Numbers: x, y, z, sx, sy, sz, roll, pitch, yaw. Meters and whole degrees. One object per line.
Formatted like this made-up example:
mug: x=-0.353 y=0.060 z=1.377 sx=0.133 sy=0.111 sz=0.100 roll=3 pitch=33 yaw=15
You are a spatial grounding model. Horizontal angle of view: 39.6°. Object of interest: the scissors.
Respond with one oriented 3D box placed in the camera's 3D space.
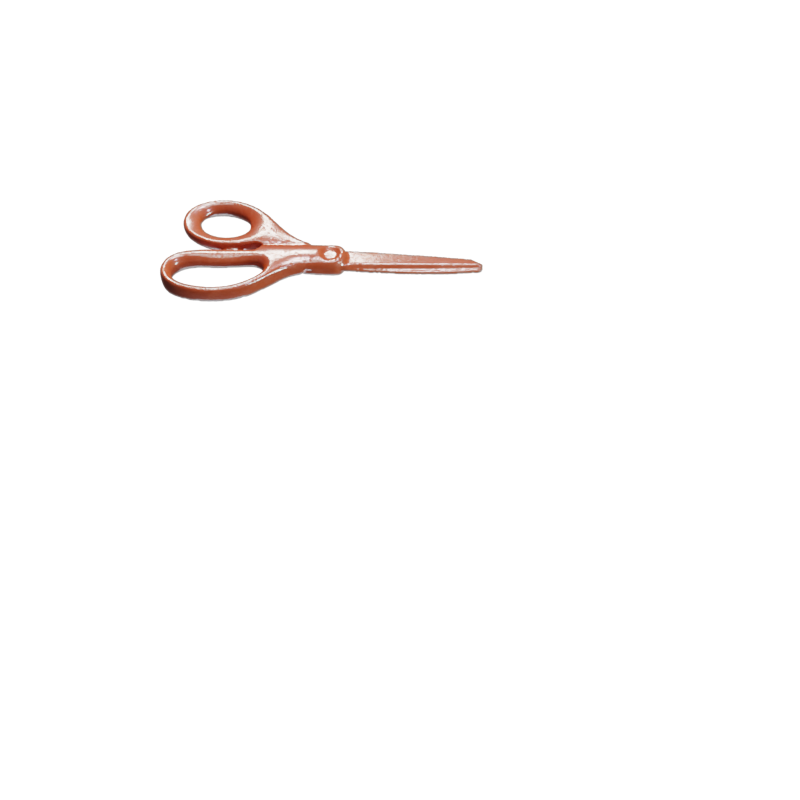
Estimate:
scissors: x=-0.057 y=-0.103 z=0.724 sx=0.200 sy=0.104 sz=0.015 roll=-9 pitch=-43 yaw=-9
